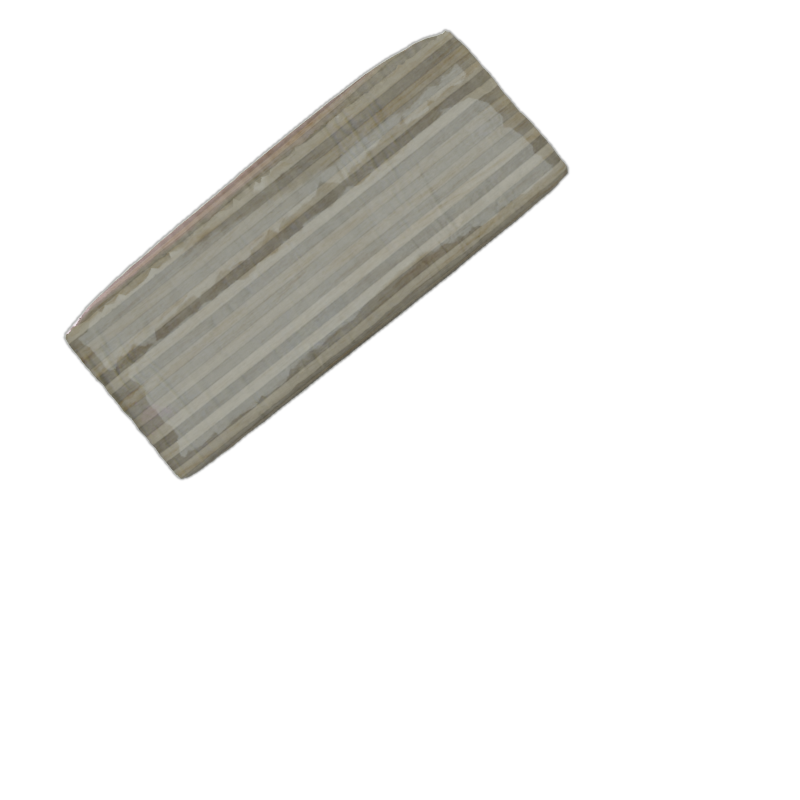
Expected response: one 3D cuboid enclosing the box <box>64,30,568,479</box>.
[{"bbox_3d":[-0.036,-0.066,0.461,0.164,0.071,0.217,-39,10,2],"label":"box"}]
